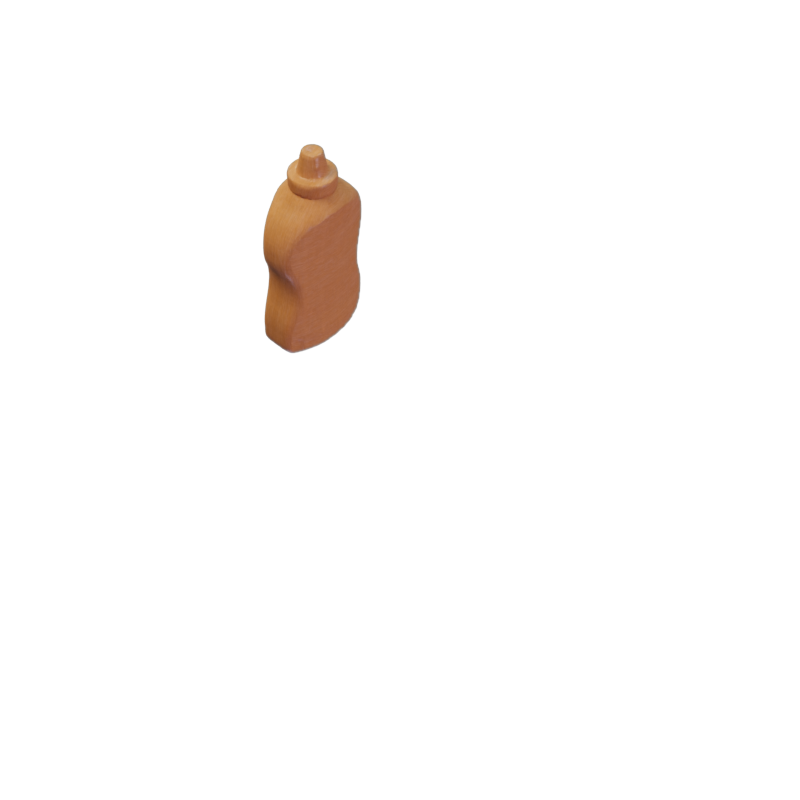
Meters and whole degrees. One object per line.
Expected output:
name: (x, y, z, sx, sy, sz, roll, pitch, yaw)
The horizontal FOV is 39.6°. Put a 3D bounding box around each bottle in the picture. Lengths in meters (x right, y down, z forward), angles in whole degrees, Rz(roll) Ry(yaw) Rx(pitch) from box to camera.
bottle: (-0.073, -0.133, 0.927, 0.062, 0.179, 0.097, 35, 54, 26)
